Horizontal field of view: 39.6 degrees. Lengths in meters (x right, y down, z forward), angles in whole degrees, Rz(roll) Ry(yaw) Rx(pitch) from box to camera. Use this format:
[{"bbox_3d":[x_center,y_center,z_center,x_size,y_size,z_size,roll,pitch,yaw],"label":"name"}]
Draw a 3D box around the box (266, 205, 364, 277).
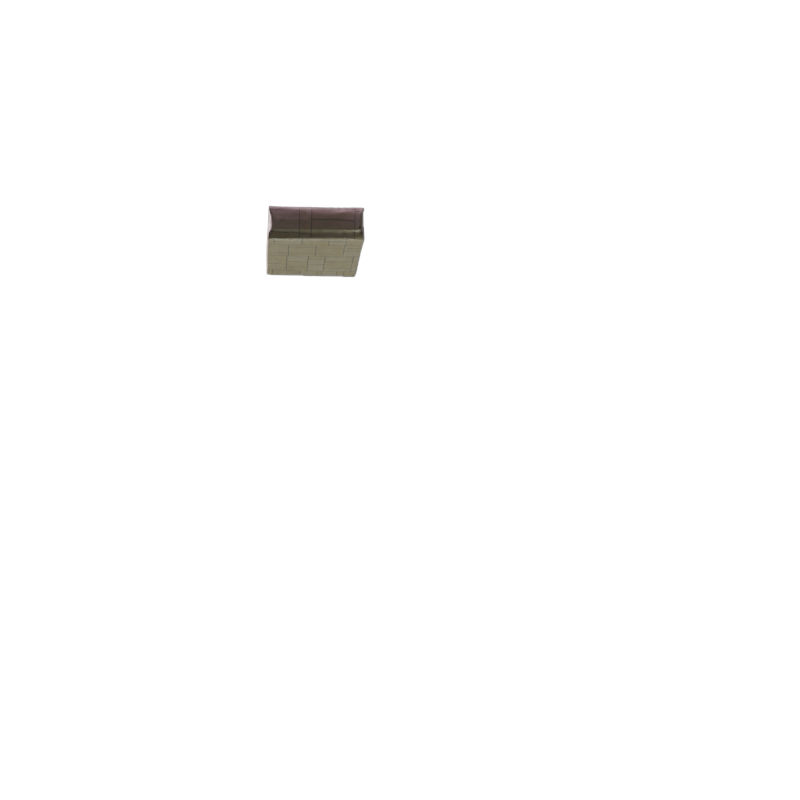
[{"bbox_3d":[-0.068,-0.123,0.864,0.073,0.031,0.086,1,-14,-5],"label":"box"}]
